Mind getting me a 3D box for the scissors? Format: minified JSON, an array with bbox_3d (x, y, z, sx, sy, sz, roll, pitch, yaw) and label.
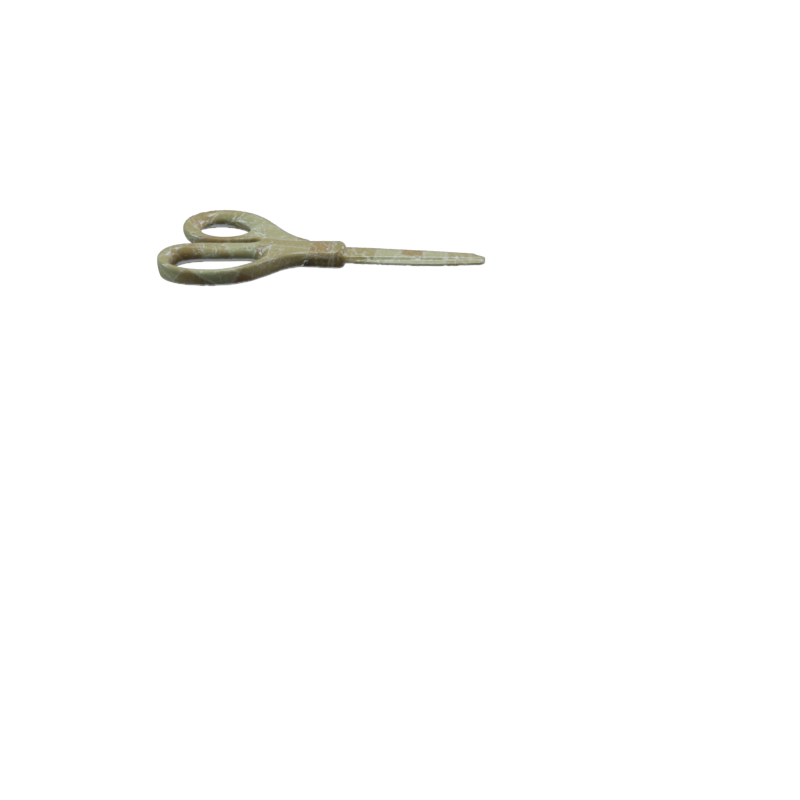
[{"bbox_3d":[-0.056,-0.102,0.716,0.199,0.015,0.103,-6,34,-10],"label":"scissors"}]
